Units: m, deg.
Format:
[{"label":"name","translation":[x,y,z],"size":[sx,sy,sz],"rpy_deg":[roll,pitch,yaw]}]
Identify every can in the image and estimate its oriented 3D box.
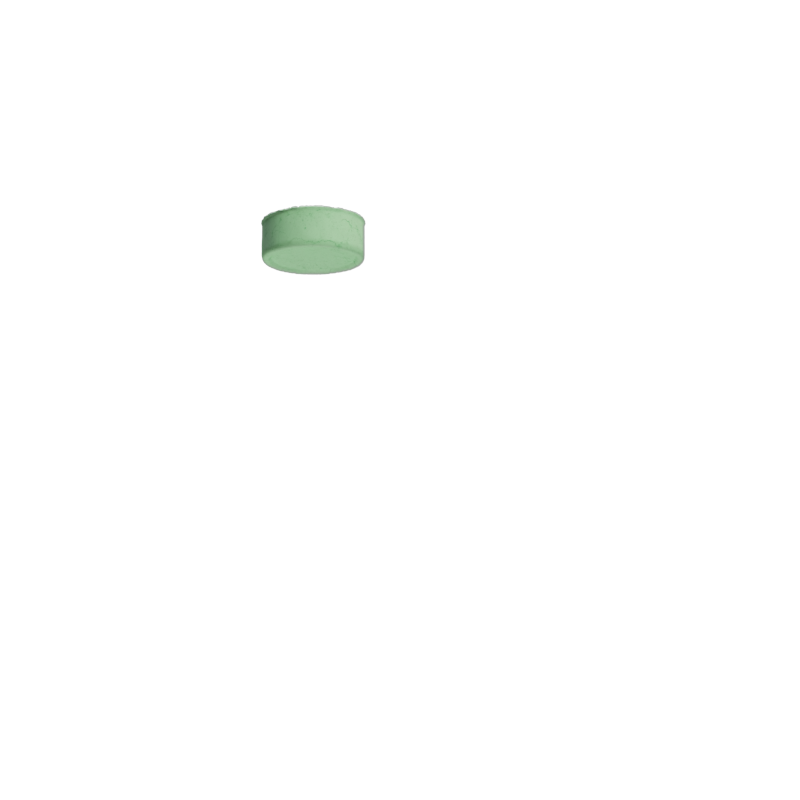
[{"label":"can","translation":[-0.071,-0.129,0.907],"size":[0.086,0.035,0.083],"rpy_deg":[0,-11,-2]}]
